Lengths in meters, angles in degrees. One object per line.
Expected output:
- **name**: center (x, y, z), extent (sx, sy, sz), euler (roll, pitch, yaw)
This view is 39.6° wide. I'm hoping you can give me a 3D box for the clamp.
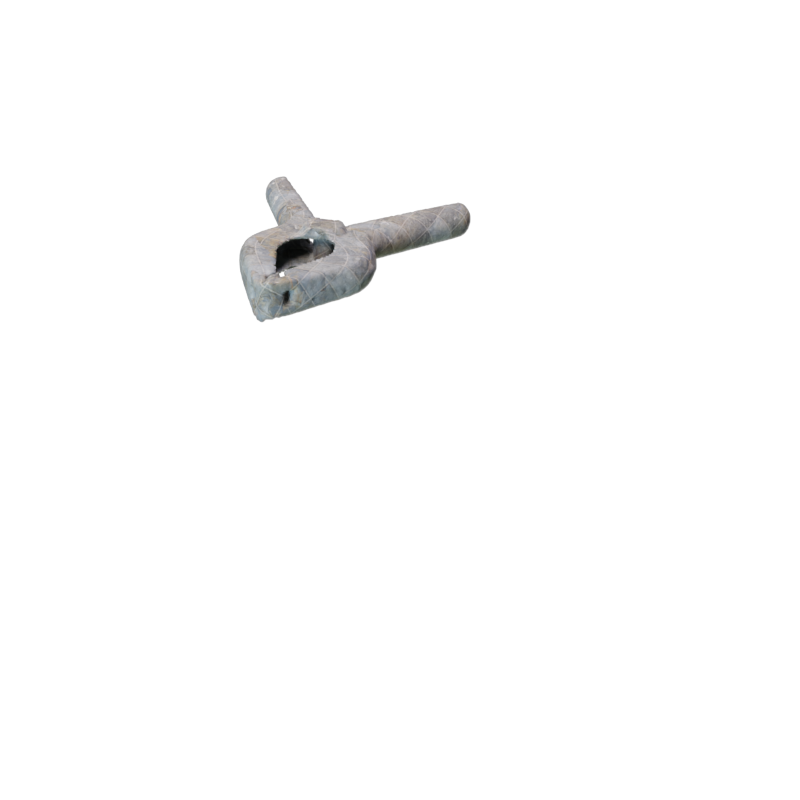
- **clamp**: center (-0.062, -0.113, 0.790), extent (0.171, 0.034, 0.213), euler (13, 31, 23)
